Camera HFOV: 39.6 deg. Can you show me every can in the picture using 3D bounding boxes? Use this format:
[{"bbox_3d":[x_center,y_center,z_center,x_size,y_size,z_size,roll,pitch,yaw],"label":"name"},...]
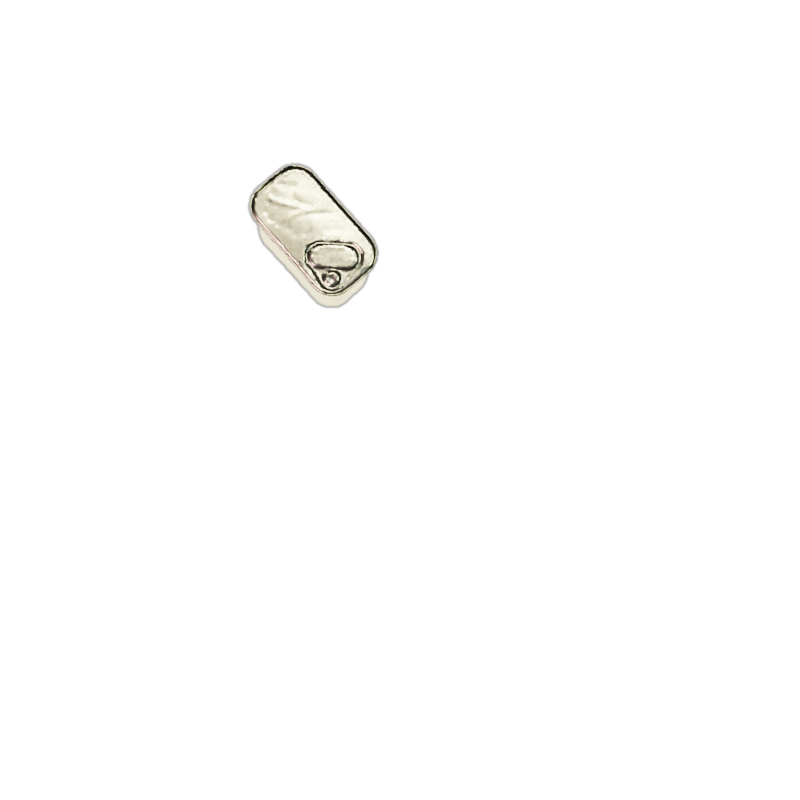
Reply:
[{"bbox_3d":[-0.067,-0.121,0.851,0.058,0.104,0.082,-41,-6,-7],"label":"can"}]
